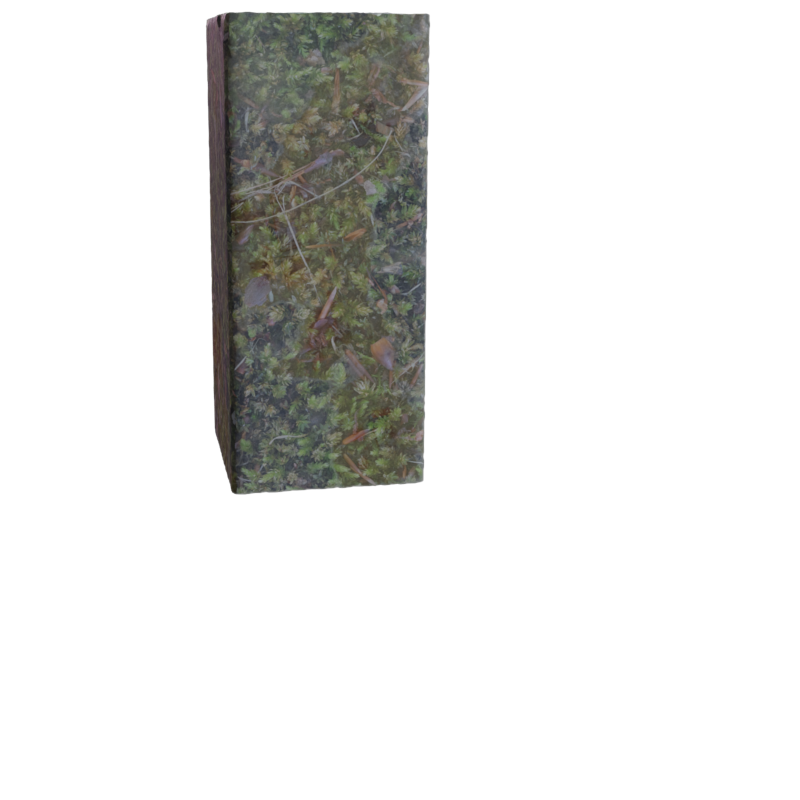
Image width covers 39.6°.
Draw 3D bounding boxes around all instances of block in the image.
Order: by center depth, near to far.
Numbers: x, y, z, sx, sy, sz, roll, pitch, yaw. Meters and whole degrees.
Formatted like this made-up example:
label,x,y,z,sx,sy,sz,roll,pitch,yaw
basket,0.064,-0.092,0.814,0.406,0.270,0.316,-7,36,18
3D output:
label,x,y,z,sx,sy,sz,roll,pitch,yaw
block,-0.041,-0.074,0.515,0.089,0.201,0.094,-2,12,-12
